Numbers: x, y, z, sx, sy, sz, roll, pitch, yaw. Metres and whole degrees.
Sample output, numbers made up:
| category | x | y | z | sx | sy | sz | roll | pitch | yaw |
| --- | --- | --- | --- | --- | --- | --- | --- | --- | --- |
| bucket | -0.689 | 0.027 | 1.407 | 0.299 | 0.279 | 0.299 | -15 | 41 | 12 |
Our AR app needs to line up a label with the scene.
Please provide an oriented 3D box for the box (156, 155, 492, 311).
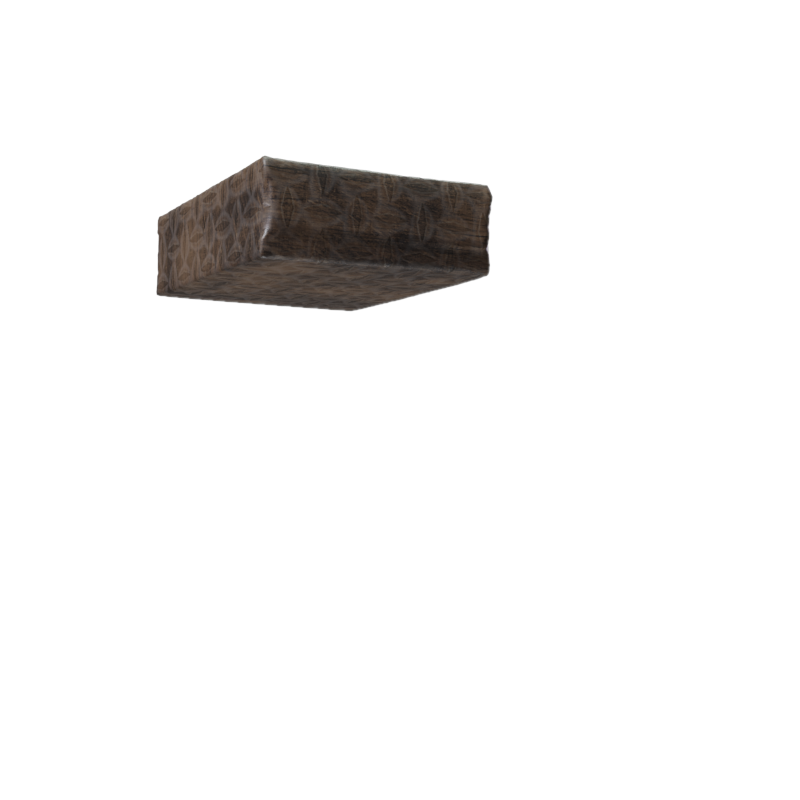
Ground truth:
| category | x | y | z | sx | sy | sz | roll | pitch | yaw |
| --- | --- | --- | --- | --- | --- | --- | --- | --- | --- |
| box | -0.026 | -0.048 | 0.339 | 0.070 | 0.031 | 0.091 | 2 | -5 | -28 |
